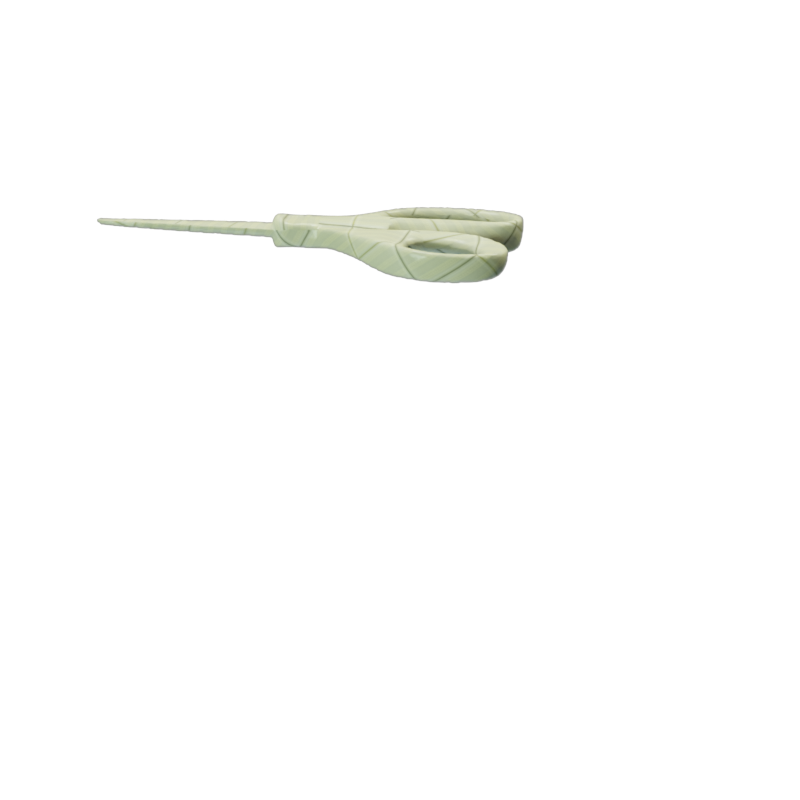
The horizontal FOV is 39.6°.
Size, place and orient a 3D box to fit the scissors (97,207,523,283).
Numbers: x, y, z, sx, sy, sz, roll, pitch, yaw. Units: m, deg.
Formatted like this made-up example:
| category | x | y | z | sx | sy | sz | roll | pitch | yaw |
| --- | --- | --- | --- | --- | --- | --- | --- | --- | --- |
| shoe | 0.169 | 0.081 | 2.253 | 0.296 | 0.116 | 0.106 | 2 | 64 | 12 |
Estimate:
| category | x | y | z | sx | sy | sz | roll | pitch | yaw |
| --- | --- | --- | --- | --- | --- | --- | --- | --- | --- |
| scissors | -0.039 | -0.072 | 0.504 | 0.200 | 0.015 | 0.101 | -2 | 23 | -6 |
